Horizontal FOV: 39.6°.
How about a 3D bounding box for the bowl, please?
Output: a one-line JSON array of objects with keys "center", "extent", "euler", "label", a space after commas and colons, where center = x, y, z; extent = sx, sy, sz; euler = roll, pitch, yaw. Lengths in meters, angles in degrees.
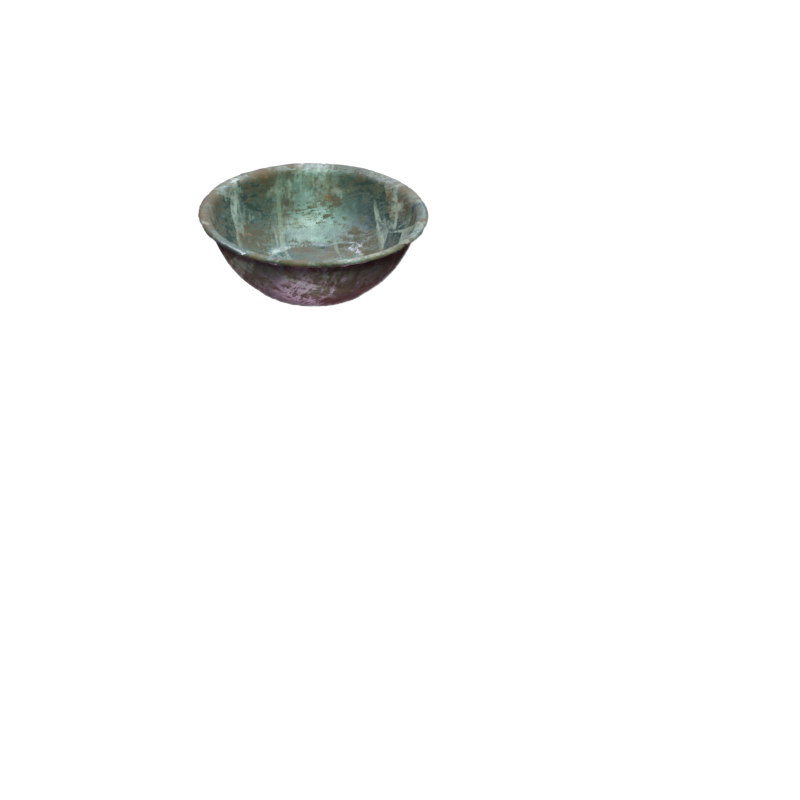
[{"center": [-0.062, -0.113, 0.794], "extent": [0.162, 0.052, 0.173], "euler": [-1, 34, -2], "label": "bowl"}]
